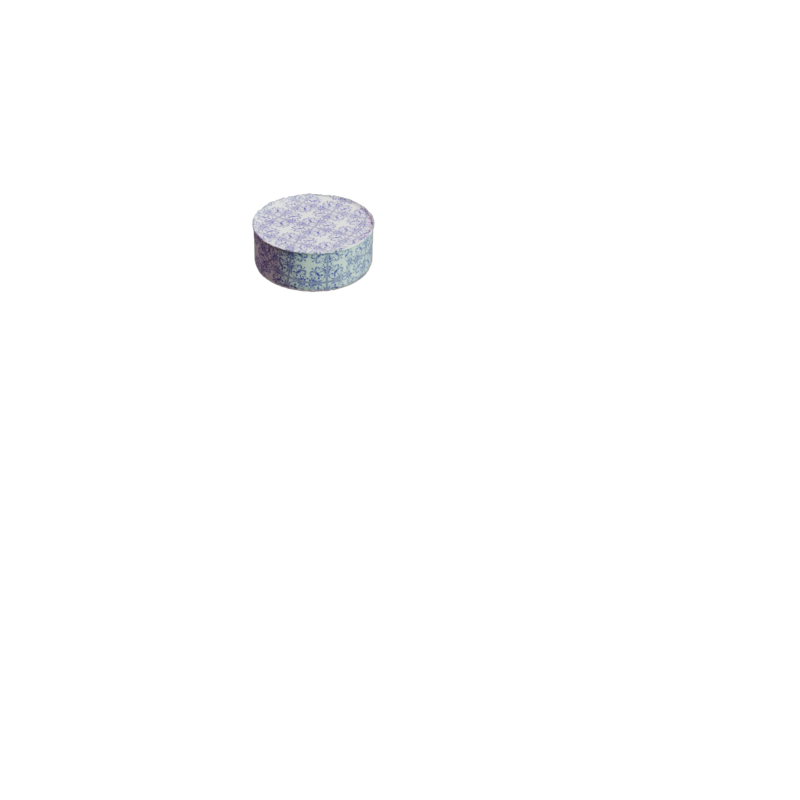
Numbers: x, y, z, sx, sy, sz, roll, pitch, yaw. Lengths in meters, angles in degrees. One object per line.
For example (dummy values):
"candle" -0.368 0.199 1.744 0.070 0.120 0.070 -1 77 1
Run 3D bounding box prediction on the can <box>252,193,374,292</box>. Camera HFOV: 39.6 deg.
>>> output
"can" -0.061 -0.112 0.784 0.086 0.031 0.092 -1 35 -2
